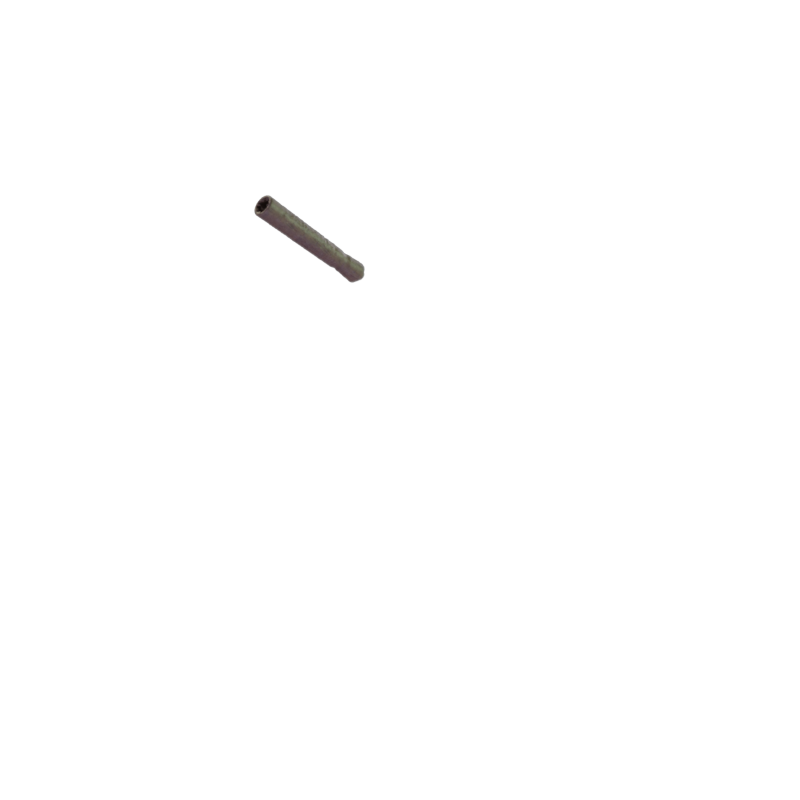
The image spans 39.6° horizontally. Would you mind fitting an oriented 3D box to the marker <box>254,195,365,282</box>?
[{"bbox_3d":[-0.071,-0.129,0.907,0.113,0.020,0.021,33,-19,-38],"label":"marker"}]
